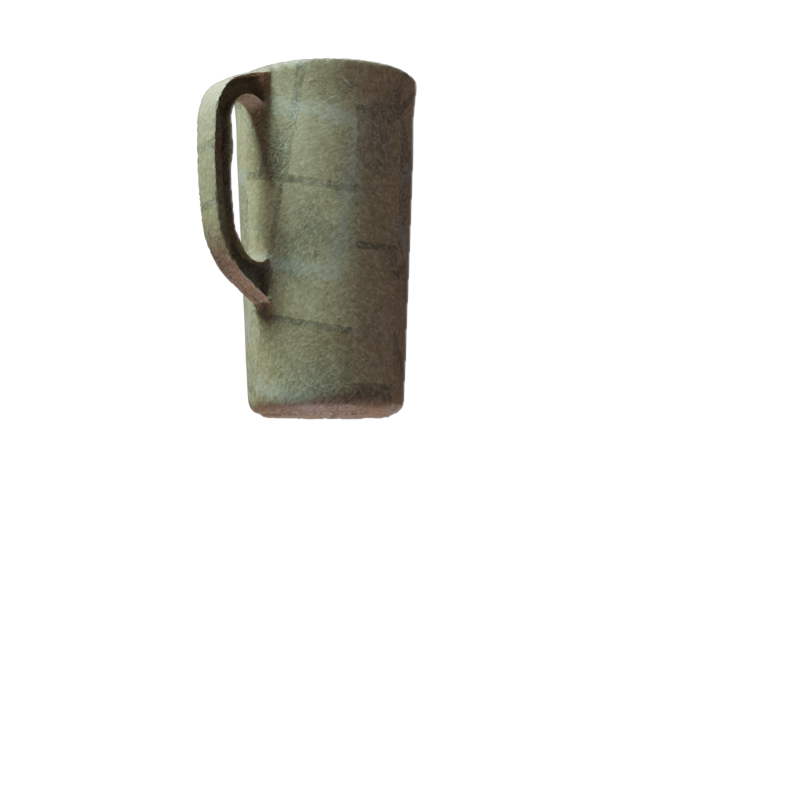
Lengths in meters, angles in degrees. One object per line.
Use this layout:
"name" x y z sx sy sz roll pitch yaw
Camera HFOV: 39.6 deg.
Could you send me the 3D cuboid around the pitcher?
"pitcher" -0.061 -0.111 0.777 0.149 0.249 0.141 -1 -9 1
